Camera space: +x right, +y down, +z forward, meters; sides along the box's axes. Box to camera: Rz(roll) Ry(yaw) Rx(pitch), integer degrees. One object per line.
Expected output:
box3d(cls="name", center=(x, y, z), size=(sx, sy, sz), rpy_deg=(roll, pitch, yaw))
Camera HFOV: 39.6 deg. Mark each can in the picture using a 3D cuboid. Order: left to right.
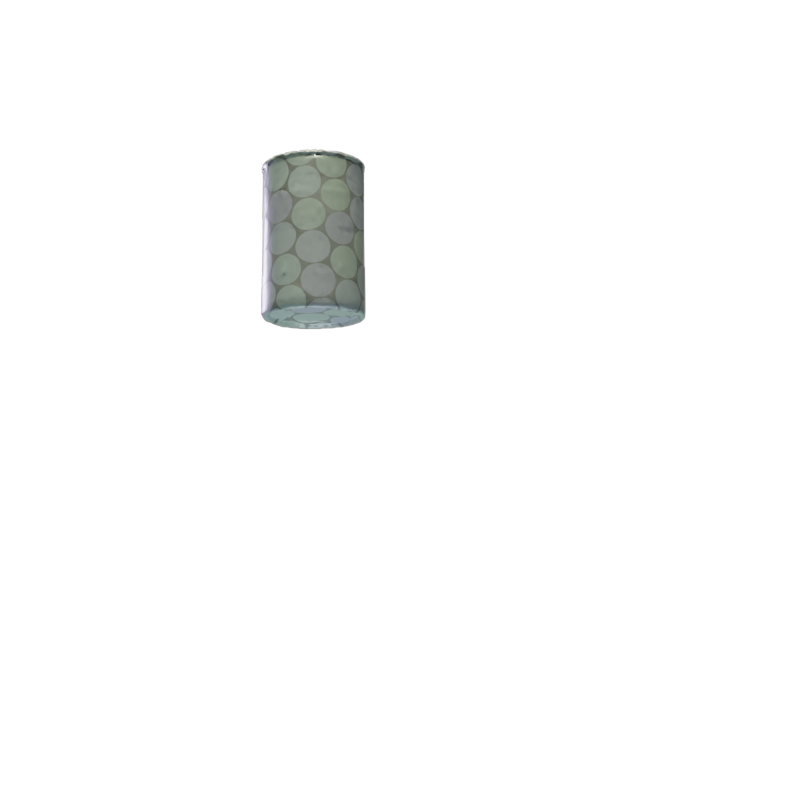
box3d(cls="can", center=(-0.056, -0.102, 0.716), size=(0.068, 0.106, 0.066), rpy_deg=(0, -14, -2))
